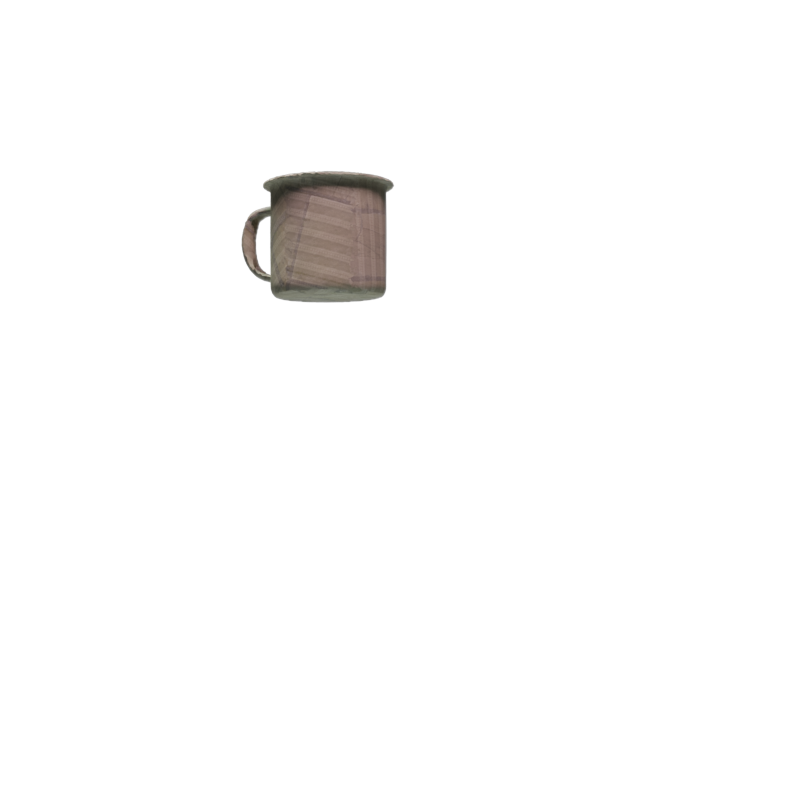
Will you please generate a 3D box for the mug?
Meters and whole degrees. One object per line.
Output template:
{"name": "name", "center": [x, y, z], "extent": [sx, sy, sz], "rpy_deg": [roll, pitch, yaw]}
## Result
{"name": "mug", "center": [-0.062, -0.112, 0.787], "extent": [0.120, 0.083, 0.089], "rpy_deg": [-1, -4, 25]}
